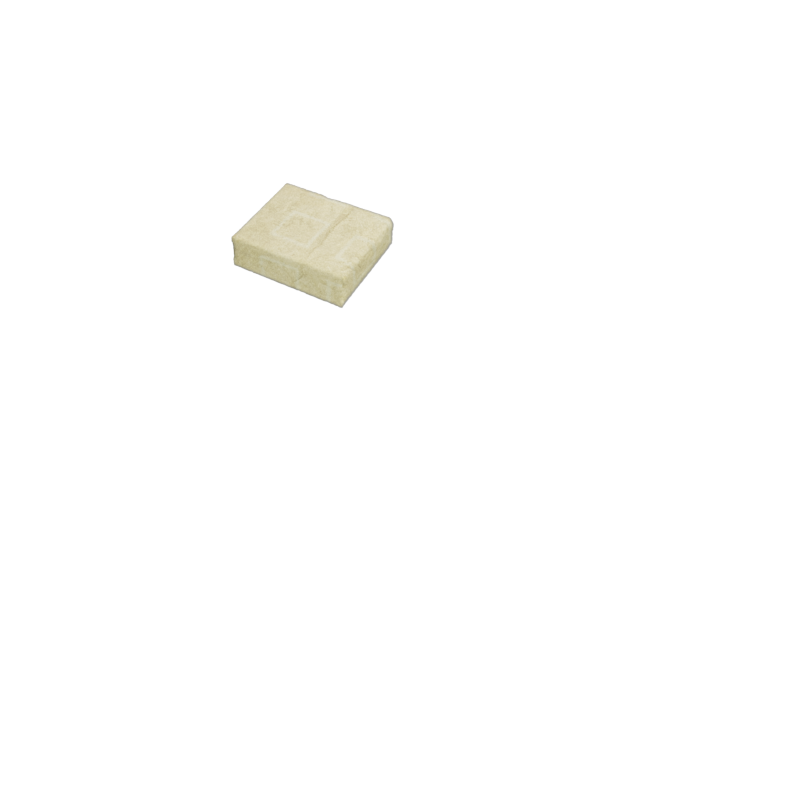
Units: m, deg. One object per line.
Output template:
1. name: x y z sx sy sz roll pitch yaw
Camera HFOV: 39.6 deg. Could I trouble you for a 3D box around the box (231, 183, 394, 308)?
1. box: -0.060 -0.110 0.768 0.093 0.028 0.075 21 47 20
